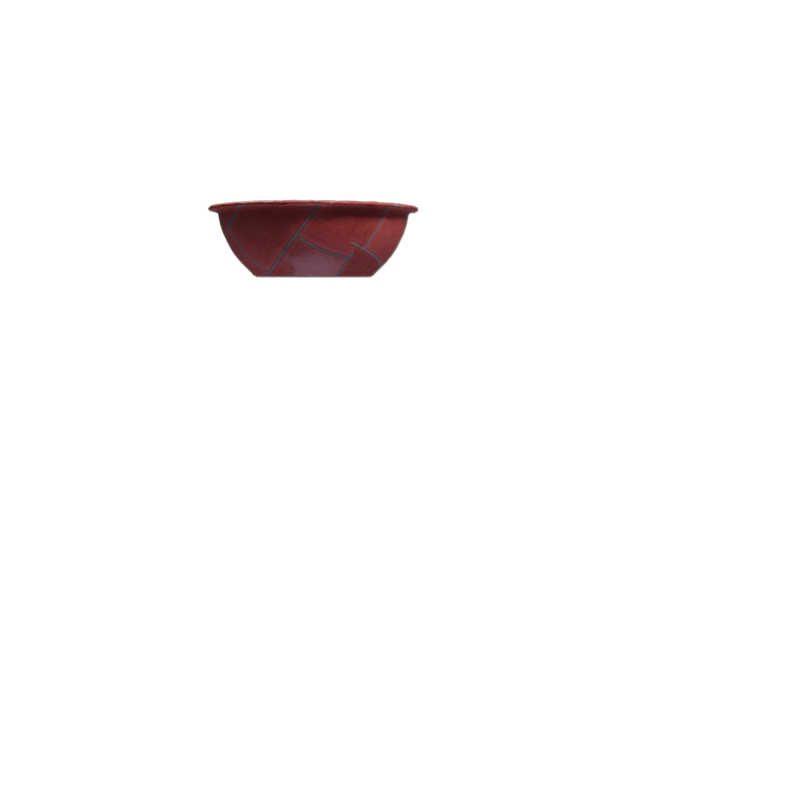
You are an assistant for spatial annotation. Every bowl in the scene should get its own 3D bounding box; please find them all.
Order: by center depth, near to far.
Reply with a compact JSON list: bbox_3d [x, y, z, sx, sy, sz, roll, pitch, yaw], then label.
[{"bbox_3d":[-0.067,-0.122,0.854,0.162,0.055,0.163,0,6,-2],"label":"bowl"}]
